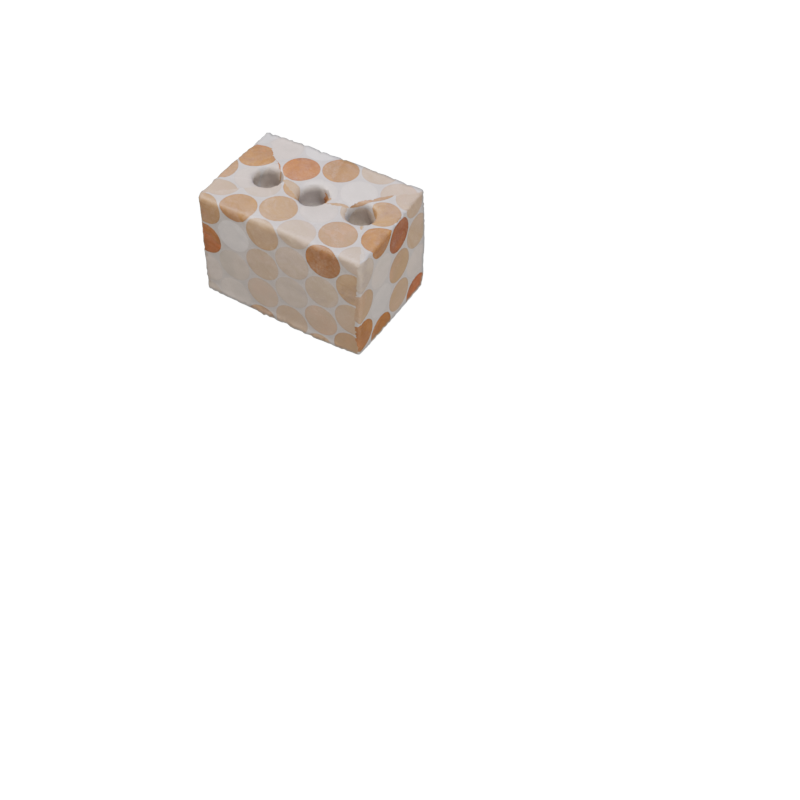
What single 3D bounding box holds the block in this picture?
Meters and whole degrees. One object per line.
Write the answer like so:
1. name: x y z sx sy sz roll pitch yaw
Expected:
1. block: -0.036 -0.065 0.454 0.081 0.048 0.054 24 49 21
